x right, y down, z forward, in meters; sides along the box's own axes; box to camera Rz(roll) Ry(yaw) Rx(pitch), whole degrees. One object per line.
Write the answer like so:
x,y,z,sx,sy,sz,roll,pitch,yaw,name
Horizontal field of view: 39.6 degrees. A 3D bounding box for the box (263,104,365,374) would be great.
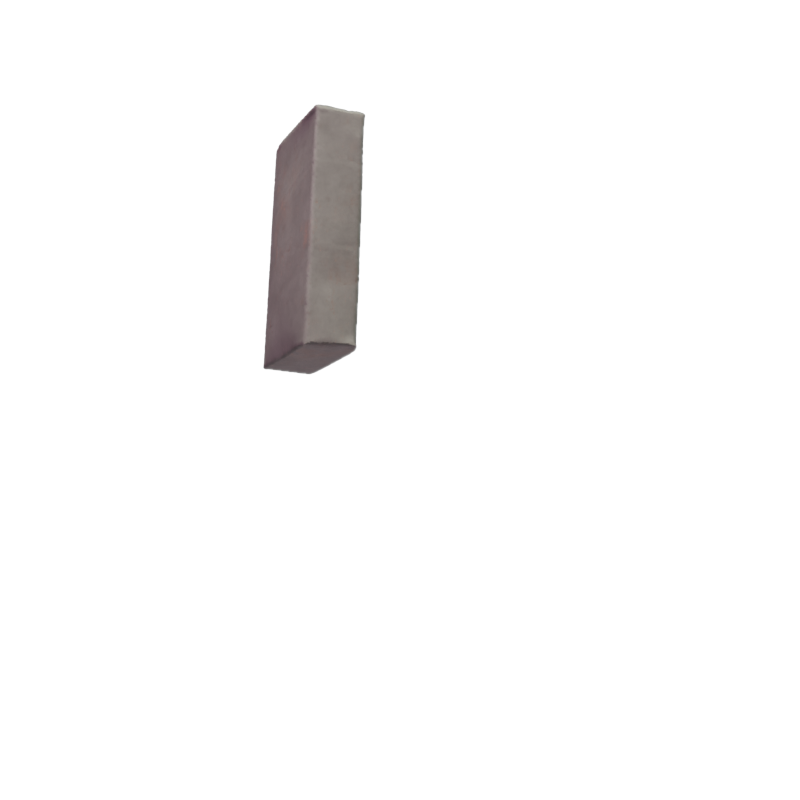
-0.063,-0.115,0.803,0.046,0.183,0.093,6,-17,-23,box
